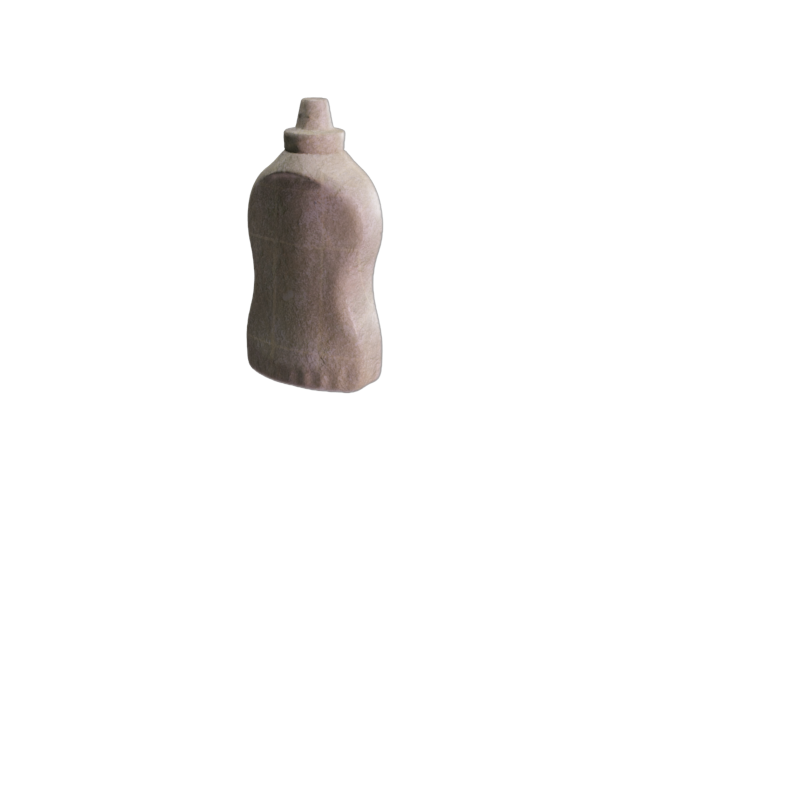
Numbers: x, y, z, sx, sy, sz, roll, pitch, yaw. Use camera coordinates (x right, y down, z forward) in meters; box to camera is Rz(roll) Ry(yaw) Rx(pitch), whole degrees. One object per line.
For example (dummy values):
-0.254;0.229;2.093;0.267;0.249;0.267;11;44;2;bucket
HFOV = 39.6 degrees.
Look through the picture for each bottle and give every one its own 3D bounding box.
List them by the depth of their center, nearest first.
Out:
-0.058;-0.106;0.745;0.101;0.185;0.057;11;17;33;bottle
